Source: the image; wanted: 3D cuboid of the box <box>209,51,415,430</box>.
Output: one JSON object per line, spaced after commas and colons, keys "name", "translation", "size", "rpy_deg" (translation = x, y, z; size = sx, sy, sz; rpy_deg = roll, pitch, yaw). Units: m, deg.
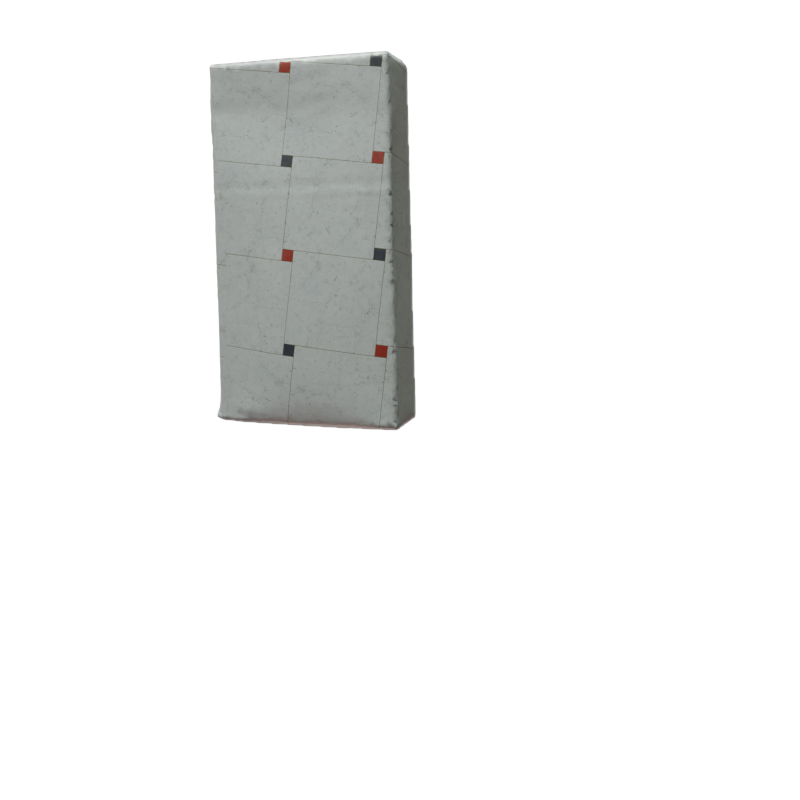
{"name": "box", "translation": [-0.042, -0.077, 0.542], "size": [0.095, 0.177, 0.047], "rpy_deg": [0, -1, 18]}
